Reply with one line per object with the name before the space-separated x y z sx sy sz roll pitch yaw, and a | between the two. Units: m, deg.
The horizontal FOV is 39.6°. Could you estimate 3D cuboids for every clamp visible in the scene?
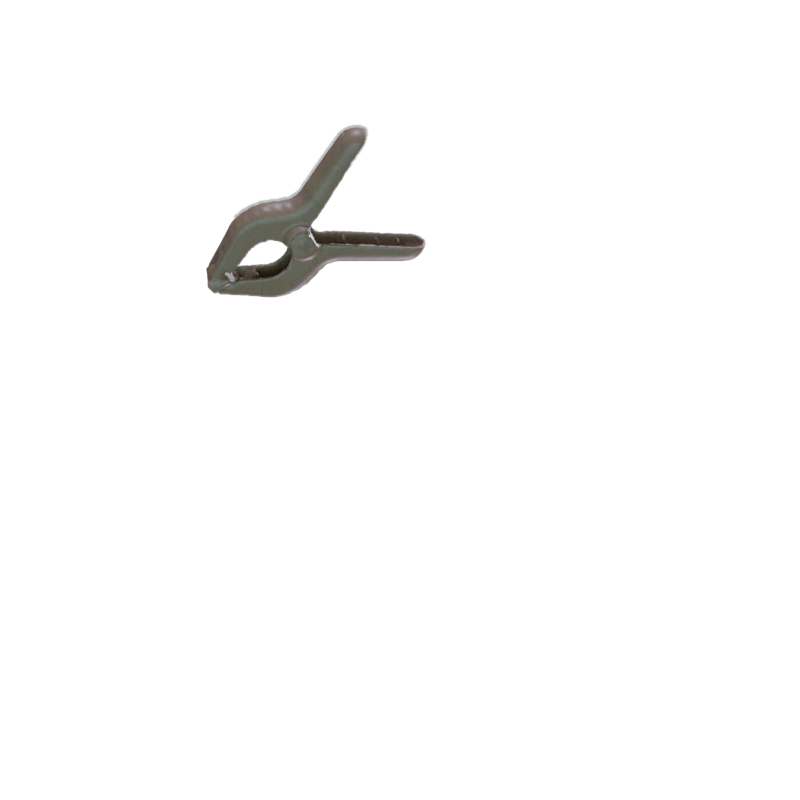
clamp | -0.068 -0.124 0.866 0.171 0.114 0.041 -32 21 14
